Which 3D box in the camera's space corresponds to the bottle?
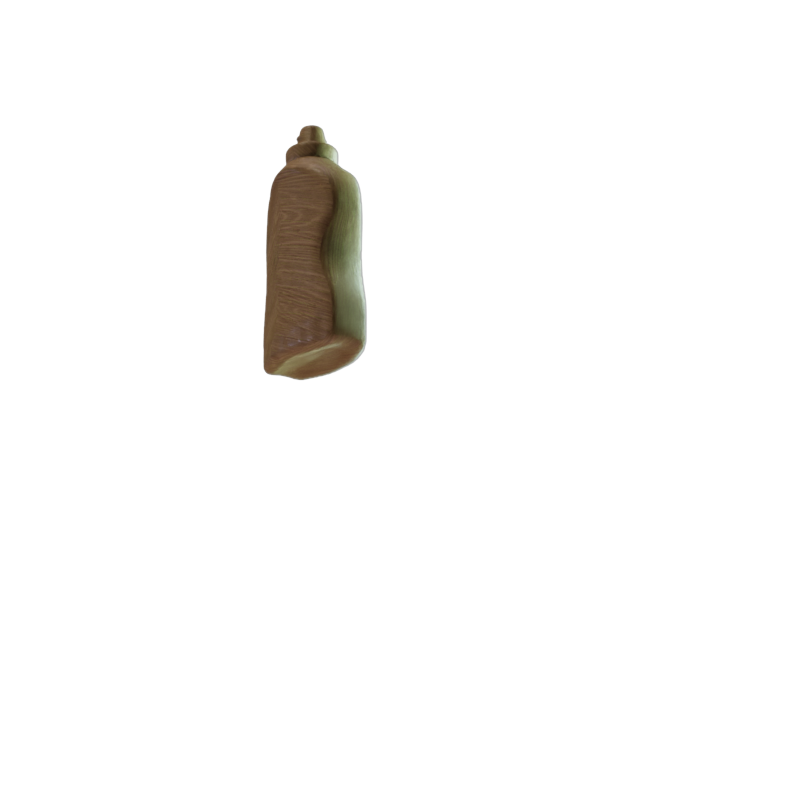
[{"bbox_3d":[-0.065,-0.118,0.829,0.056,0.202,0.095,13,-26,-31],"label":"bottle"}]
